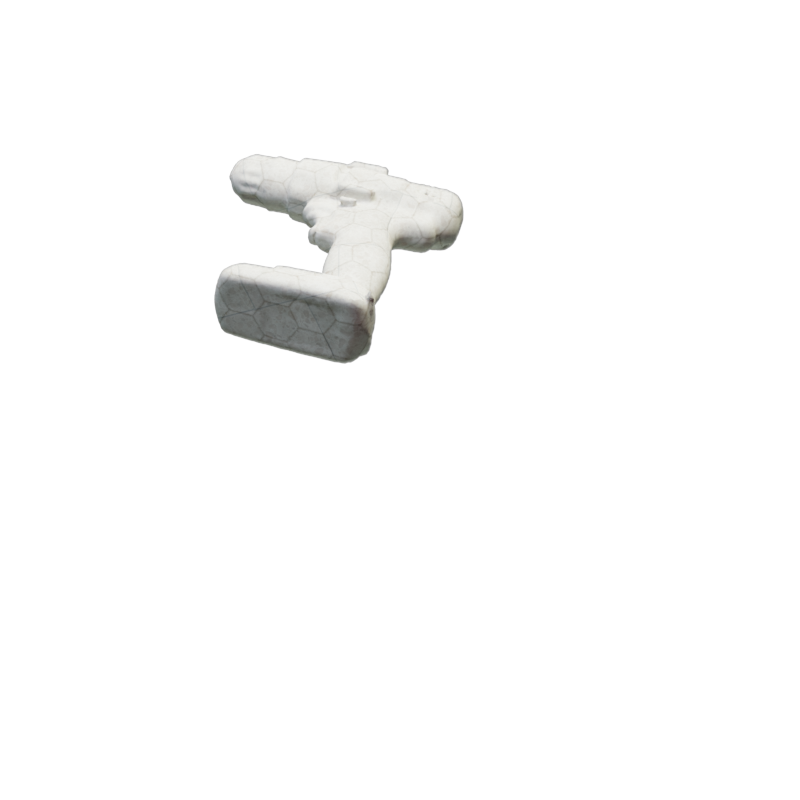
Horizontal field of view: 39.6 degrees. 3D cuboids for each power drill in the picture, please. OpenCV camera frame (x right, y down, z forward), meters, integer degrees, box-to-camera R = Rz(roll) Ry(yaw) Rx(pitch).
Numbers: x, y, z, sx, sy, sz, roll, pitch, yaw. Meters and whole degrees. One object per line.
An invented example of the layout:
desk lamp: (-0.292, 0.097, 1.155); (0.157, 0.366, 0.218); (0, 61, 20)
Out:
power drill: (-0.062, -0.113, 0.793); (0.189, 0.054, 0.196); (12, 40, 14)
